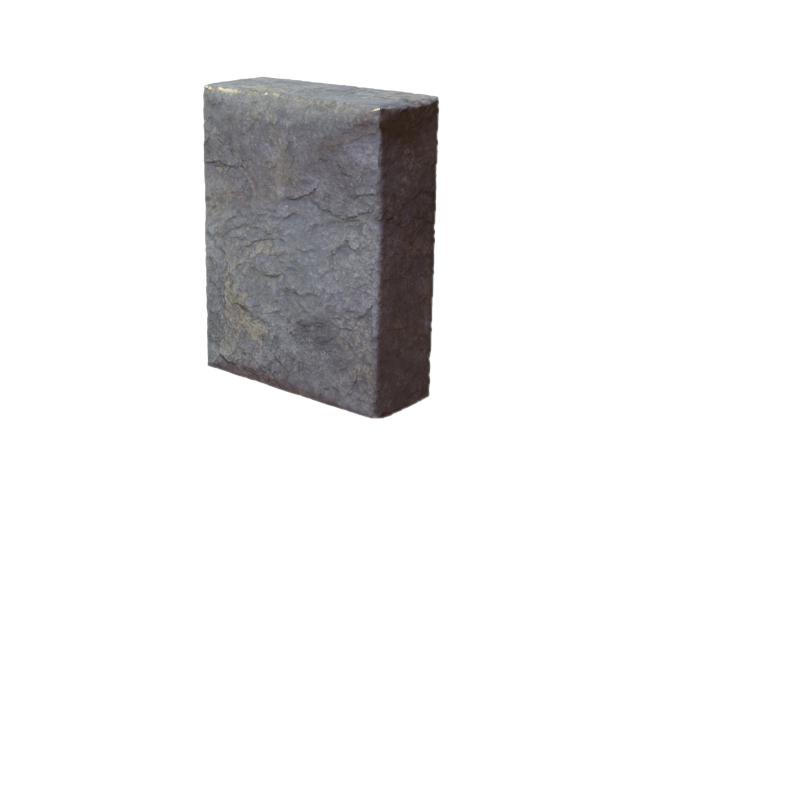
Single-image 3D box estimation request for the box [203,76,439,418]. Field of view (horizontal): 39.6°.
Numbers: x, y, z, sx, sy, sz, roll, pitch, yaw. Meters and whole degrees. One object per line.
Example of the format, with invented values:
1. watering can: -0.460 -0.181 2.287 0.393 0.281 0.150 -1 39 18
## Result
1. box: -0.061 -0.111 0.777 0.173 0.206 0.071 15 22 37
